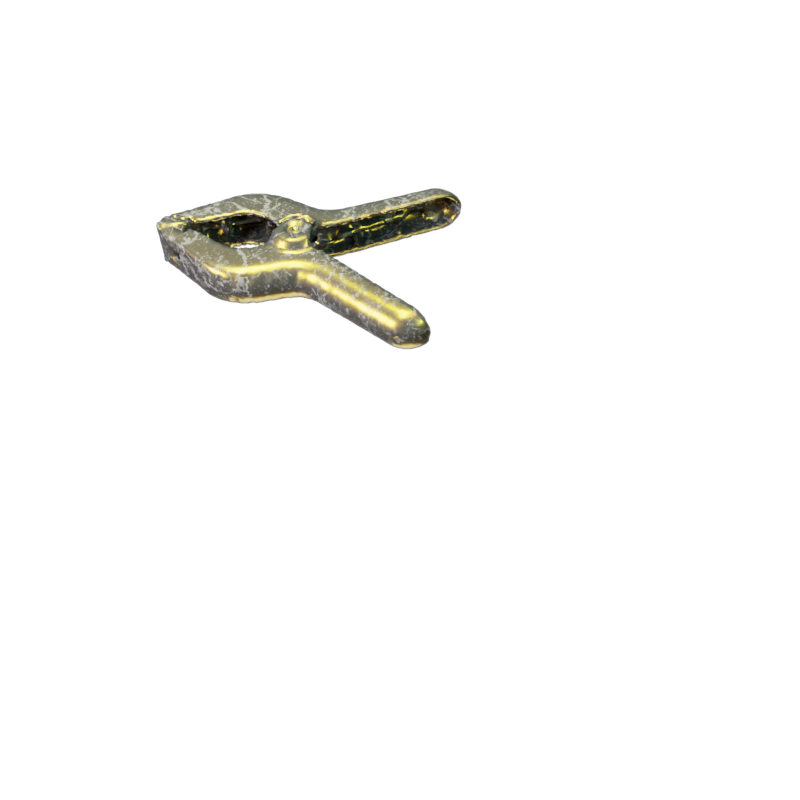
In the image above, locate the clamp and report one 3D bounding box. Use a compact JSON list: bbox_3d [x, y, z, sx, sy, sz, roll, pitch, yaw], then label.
[{"bbox_3d":[-0.049,-0.089,0.625,0.177,0.037,0.125,15,42,17],"label":"clamp"}]
